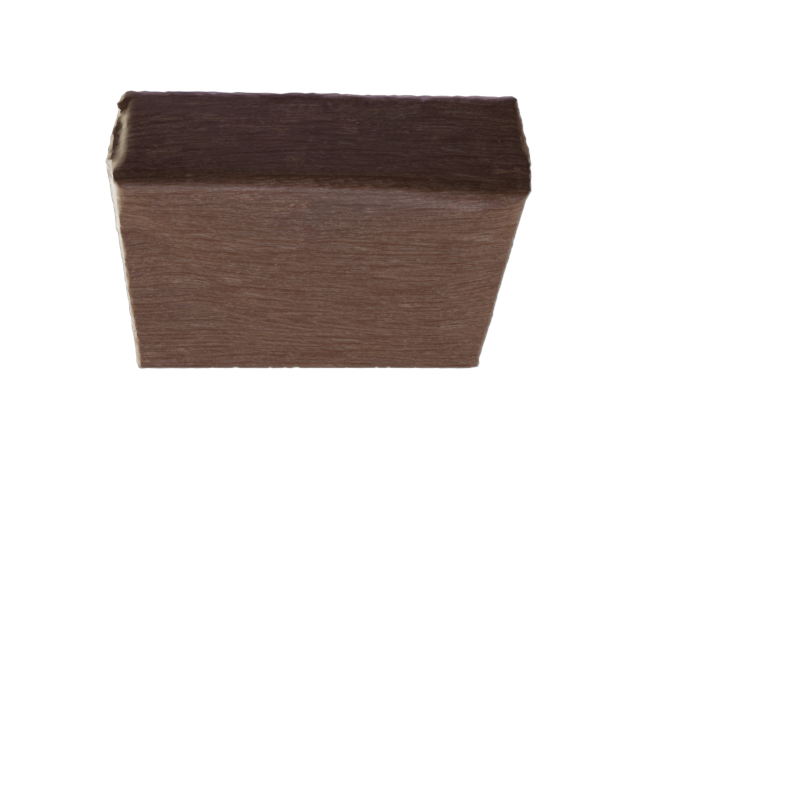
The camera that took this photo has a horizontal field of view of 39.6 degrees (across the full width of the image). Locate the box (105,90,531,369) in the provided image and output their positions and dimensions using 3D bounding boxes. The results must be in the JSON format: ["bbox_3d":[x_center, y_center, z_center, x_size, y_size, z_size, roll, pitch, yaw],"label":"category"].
[{"bbox_3d":[-0.026,-0.047,0.329,0.113,0.042,0.084,2,-34,-4],"label":"box"}]
